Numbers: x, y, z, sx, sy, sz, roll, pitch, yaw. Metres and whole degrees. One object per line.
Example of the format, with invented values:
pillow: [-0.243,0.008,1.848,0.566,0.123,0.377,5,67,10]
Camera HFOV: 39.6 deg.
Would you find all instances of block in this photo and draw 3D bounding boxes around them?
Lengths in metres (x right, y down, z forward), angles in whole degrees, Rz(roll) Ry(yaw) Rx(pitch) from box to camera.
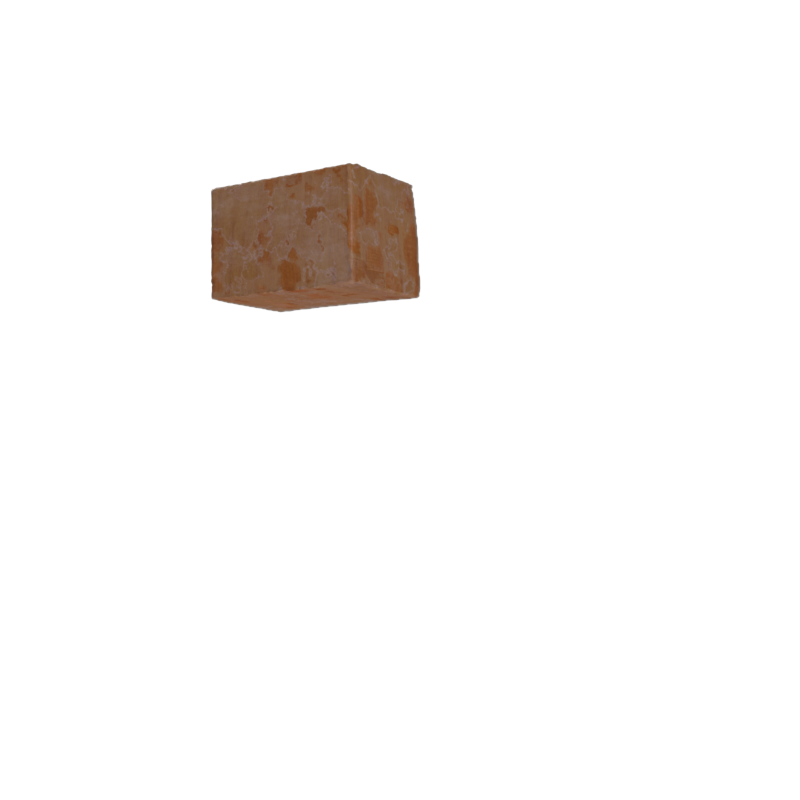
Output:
block: [-0.038,-0.069,0.484,0.080,0.052,0.050,-4,-8,33]
